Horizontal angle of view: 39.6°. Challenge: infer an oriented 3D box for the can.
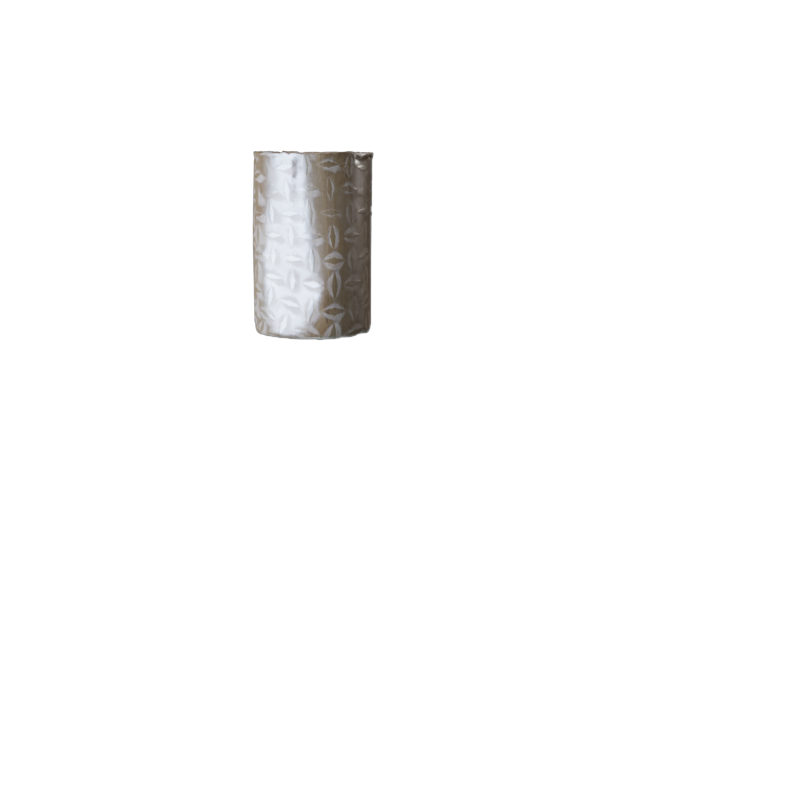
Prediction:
[{"bbox_3d":[-0.049,-0.089,0.626,0.068,0.101,0.070,0,7,-2],"label":"can"}]
